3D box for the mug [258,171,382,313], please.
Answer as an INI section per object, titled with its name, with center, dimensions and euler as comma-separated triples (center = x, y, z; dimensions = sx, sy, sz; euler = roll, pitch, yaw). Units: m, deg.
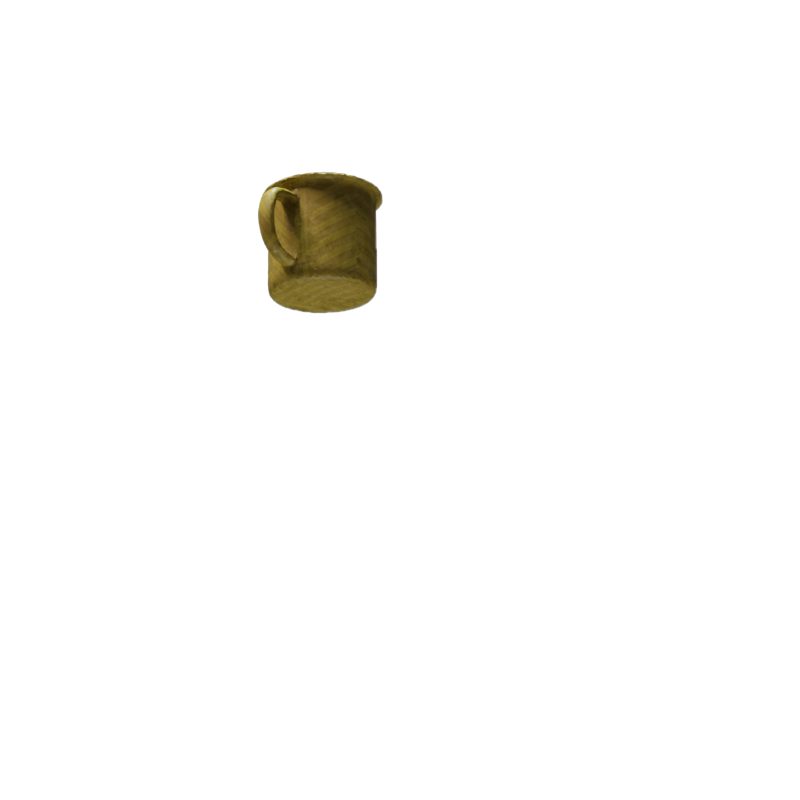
[mug]
center = -0.065, -0.118, 0.827
dimensions = 0.095, 0.085, 0.110
euler = -12, -21, 30
